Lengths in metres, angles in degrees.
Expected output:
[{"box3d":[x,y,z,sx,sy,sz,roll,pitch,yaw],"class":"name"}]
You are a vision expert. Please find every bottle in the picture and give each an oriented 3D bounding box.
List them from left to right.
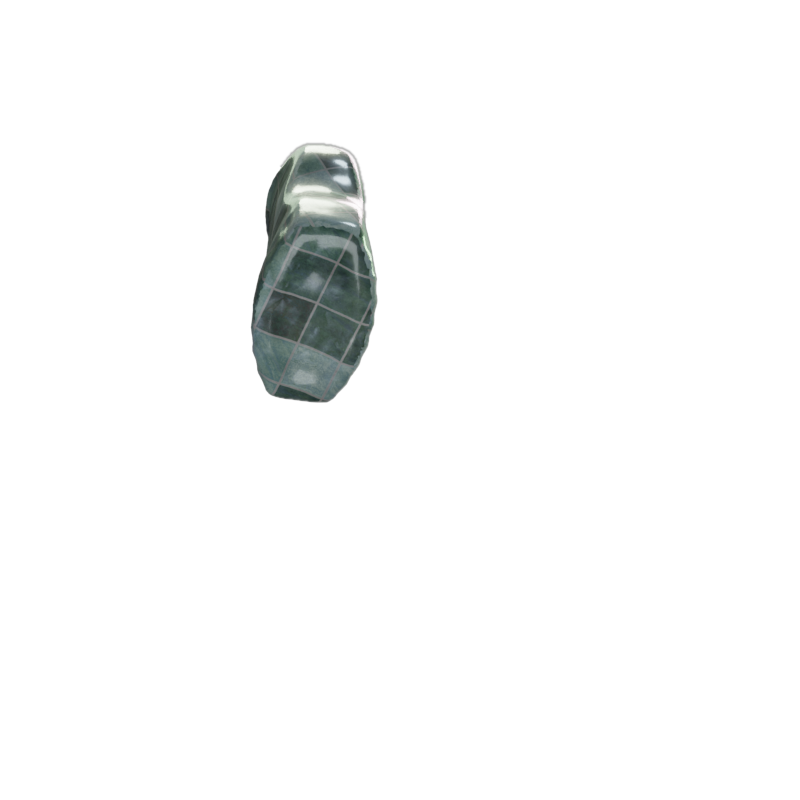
[{"box3d":[-0.047,-0.086,0.602,0.058,0.091,0.203,6,28,-7],"class":"bottle"}]
